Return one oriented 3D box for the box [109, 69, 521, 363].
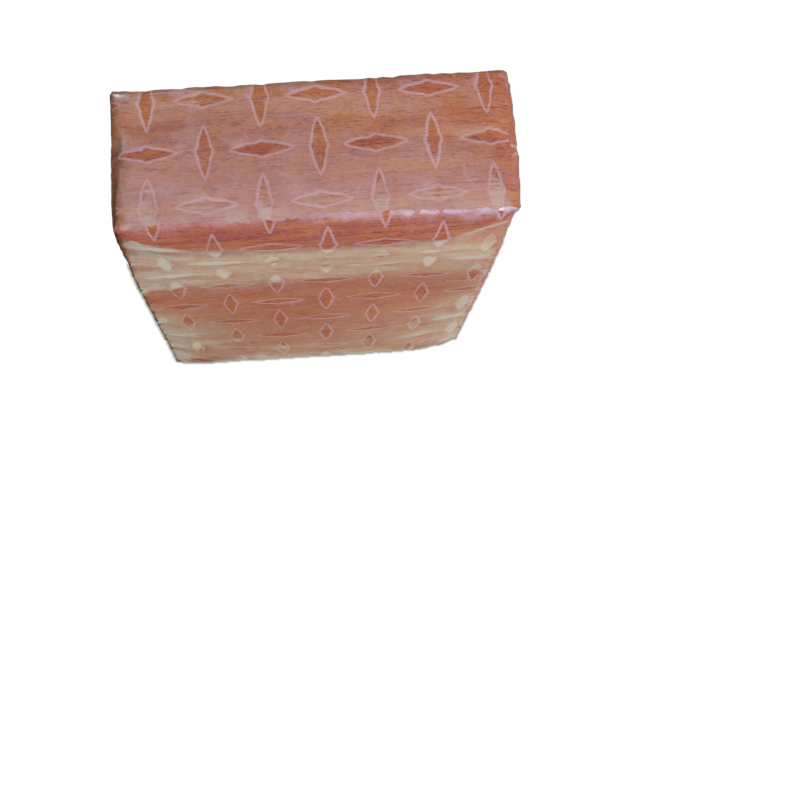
[{"bbox_3d":[-0.042,-0.077,0.537,0.164,0.075,0.206,-4,-12,-4],"label":"box"}]
